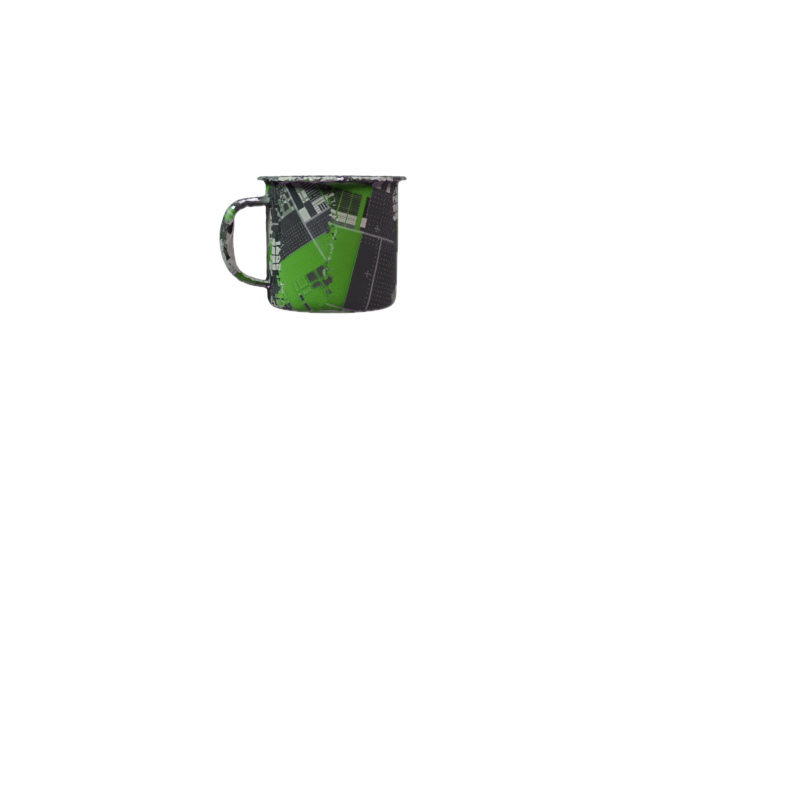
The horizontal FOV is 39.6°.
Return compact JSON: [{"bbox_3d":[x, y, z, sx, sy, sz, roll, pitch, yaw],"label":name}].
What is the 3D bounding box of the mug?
[{"bbox_3d":[-0.054,-0.098,0.688,0.115,0.080,0.097,-3,9,-18],"label":"mug"}]
